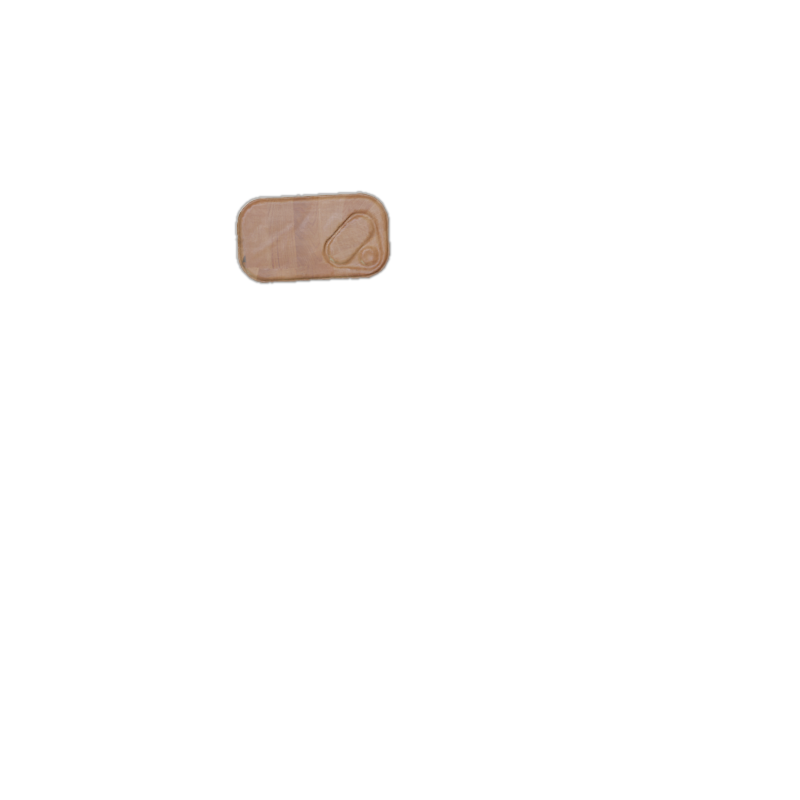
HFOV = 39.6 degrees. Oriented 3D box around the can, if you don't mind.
[{"bbox_3d":[-0.061,-0.111,0.776,0.102,0.058,0.084,-3,2,-2],"label":"can"}]
